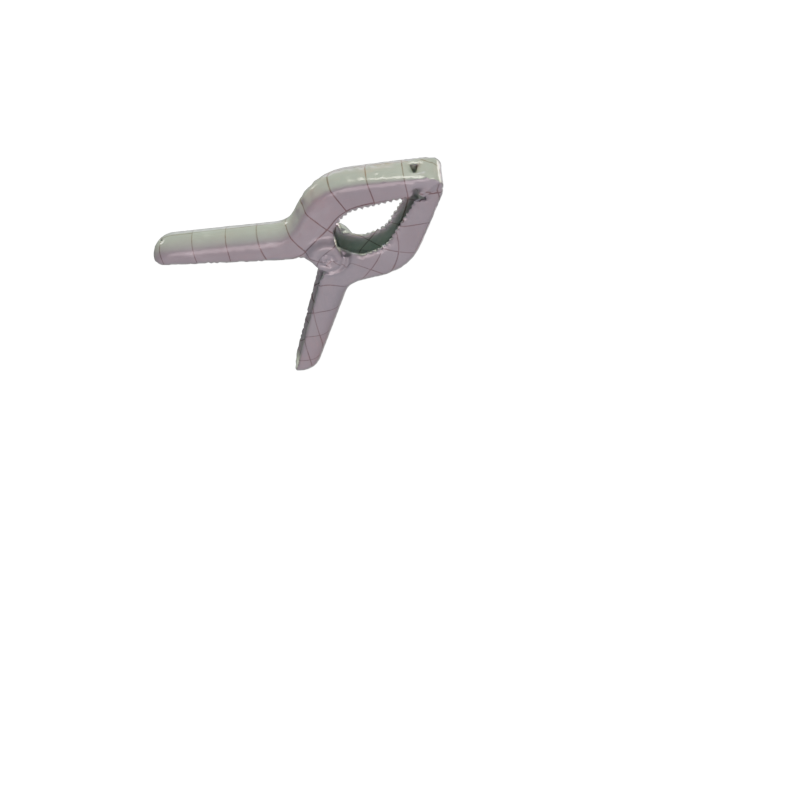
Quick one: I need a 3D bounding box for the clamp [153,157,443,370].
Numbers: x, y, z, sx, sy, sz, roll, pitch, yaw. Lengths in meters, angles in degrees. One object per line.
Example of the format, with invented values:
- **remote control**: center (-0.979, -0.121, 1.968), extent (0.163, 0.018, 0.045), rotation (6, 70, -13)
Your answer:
- **clamp**: center (-0.062, -0.113, 0.794), extent (0.155, 0.039, 0.207), rotation (34, -54, -29)
